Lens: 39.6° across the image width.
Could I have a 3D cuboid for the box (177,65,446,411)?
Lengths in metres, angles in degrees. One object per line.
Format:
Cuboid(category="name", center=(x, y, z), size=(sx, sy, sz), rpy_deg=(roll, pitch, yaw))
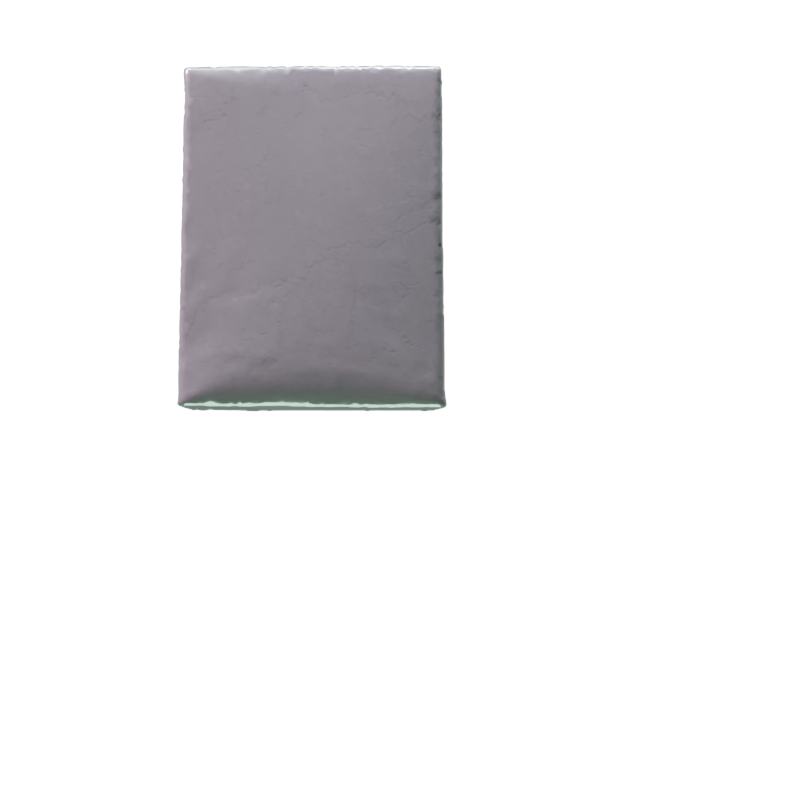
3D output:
Cuboid(category="box", center=(-0.056, -0.101, 0.710), size=(0.164, 0.219, 0.070), rpy_deg=(0, -9, 0))
